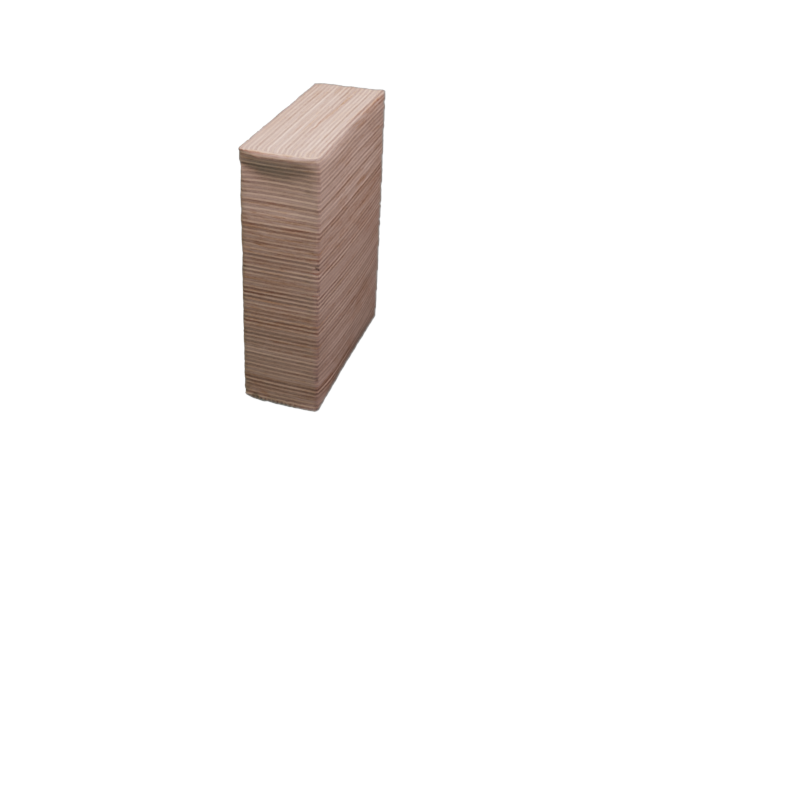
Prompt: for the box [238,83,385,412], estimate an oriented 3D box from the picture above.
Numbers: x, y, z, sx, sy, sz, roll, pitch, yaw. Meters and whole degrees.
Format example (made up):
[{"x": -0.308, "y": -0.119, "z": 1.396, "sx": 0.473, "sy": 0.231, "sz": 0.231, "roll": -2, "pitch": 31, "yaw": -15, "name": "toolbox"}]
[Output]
[{"x": -0.069, "y": -0.126, "z": 0.885, "sx": 0.074, "sy": 0.202, "sz": 0.170, "roll": 9, "pitch": 30, "yaw": 13, "name": "box"}]
